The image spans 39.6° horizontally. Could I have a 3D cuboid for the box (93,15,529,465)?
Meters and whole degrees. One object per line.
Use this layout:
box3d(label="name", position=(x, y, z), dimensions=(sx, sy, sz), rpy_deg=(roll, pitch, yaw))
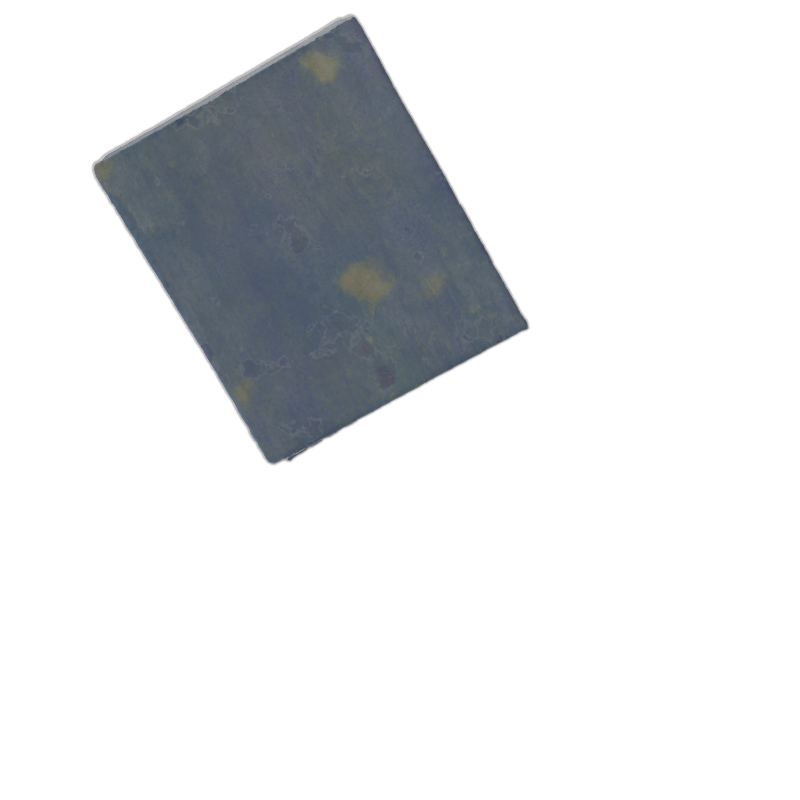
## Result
box3d(label="box", position=(-0.022, -0.040, 0.279), dimensions=(0.073, 0.087, 0.031), rpy_deg=(-30, 8, 4))
